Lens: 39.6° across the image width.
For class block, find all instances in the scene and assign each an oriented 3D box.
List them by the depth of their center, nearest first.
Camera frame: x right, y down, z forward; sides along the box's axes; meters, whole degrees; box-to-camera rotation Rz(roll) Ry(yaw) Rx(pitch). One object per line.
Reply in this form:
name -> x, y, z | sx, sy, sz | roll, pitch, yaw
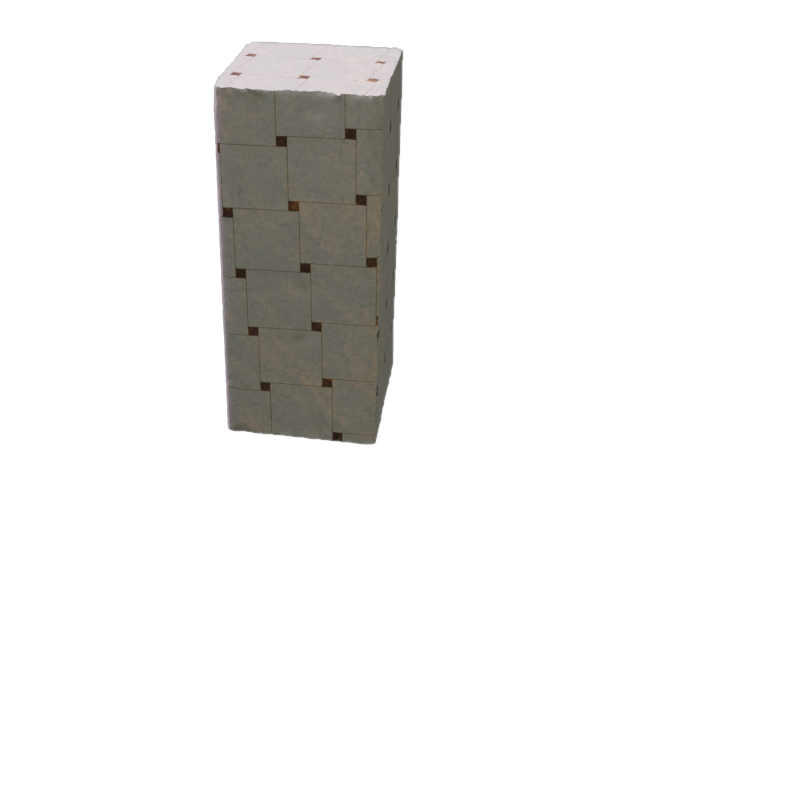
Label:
block -> -0.050, -0.090, 0.628 | 0.091, 0.195, 0.095 | 5, 28, 6
